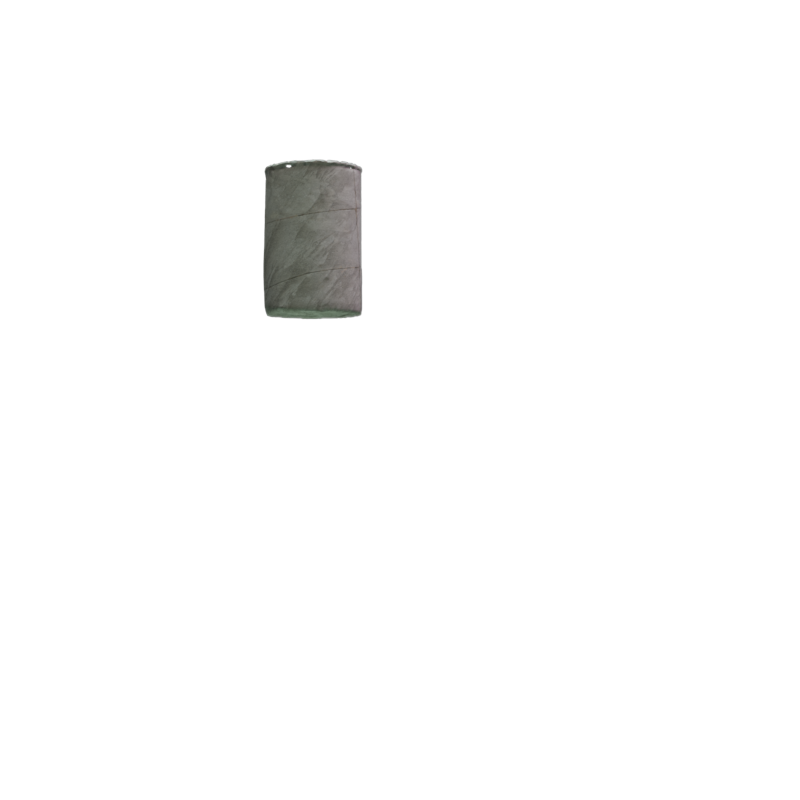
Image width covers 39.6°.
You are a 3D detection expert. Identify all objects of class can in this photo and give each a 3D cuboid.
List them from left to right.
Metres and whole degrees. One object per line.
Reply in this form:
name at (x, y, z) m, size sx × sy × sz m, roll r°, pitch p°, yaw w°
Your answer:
can at (-0.060, -0.109, 0.762) m, size 0.068 × 0.104 × 0.068 m, roll 0°, pitch -5°, yaw -2°
